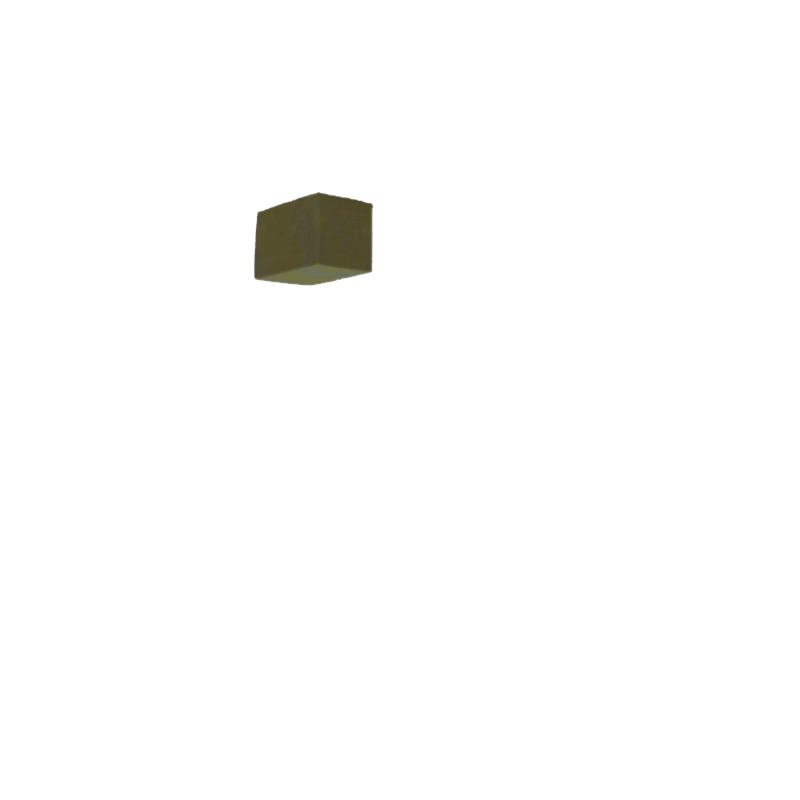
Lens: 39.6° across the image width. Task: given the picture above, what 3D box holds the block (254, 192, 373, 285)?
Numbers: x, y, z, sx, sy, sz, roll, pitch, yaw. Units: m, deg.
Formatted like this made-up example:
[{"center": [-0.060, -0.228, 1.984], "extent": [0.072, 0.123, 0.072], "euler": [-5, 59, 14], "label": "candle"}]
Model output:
[{"center": [-0.063, -0.115, 0.804], "extent": [0.050, 0.052, 0.080], "euler": [6, -9, -40], "label": "block"}]
